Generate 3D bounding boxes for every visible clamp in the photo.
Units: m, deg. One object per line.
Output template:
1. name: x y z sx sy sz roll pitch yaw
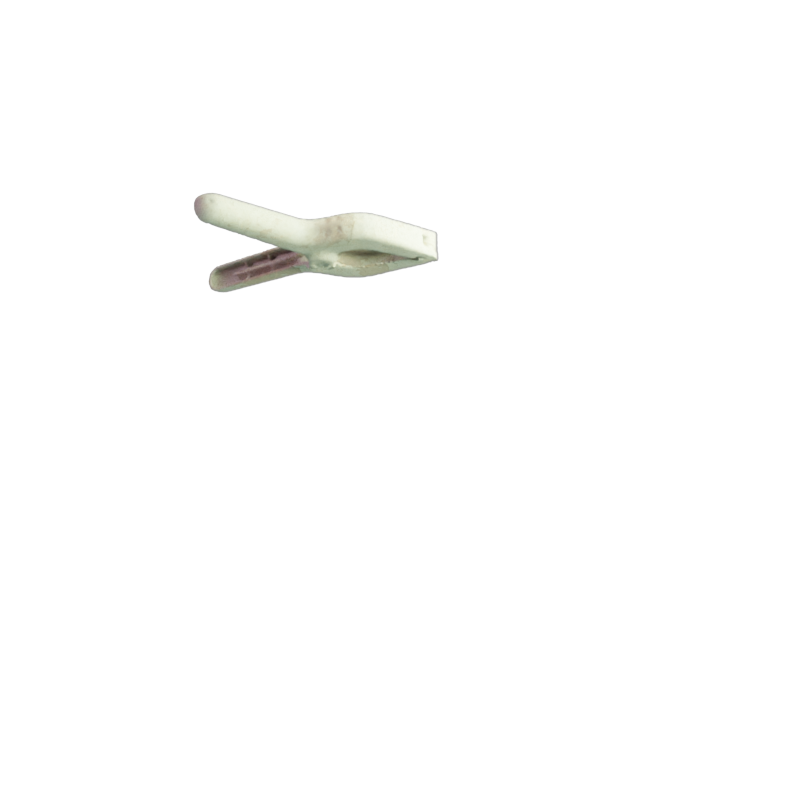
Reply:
1. clamp: -0.074 -0.135 0.942 0.211 0.038 0.156 -1 -17 5
